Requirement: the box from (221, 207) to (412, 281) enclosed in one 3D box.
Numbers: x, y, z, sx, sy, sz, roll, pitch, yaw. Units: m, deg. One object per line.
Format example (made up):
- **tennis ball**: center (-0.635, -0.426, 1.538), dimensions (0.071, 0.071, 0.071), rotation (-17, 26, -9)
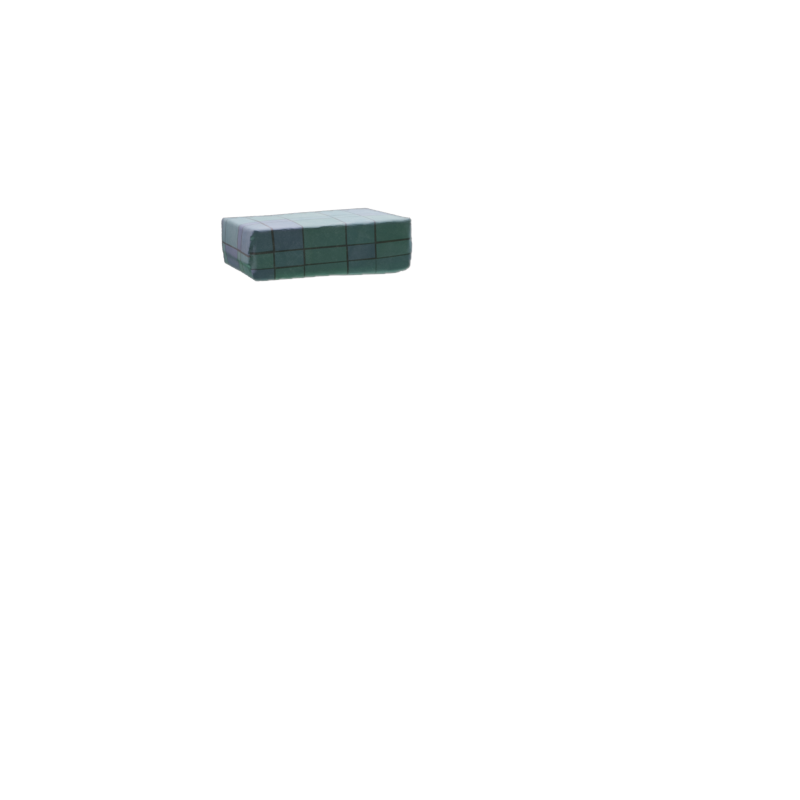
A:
- **box**: center (-0.060, -0.109, 0.762), dimensions (0.111, 0.038, 0.094), rotation (-5, 15, -19)
